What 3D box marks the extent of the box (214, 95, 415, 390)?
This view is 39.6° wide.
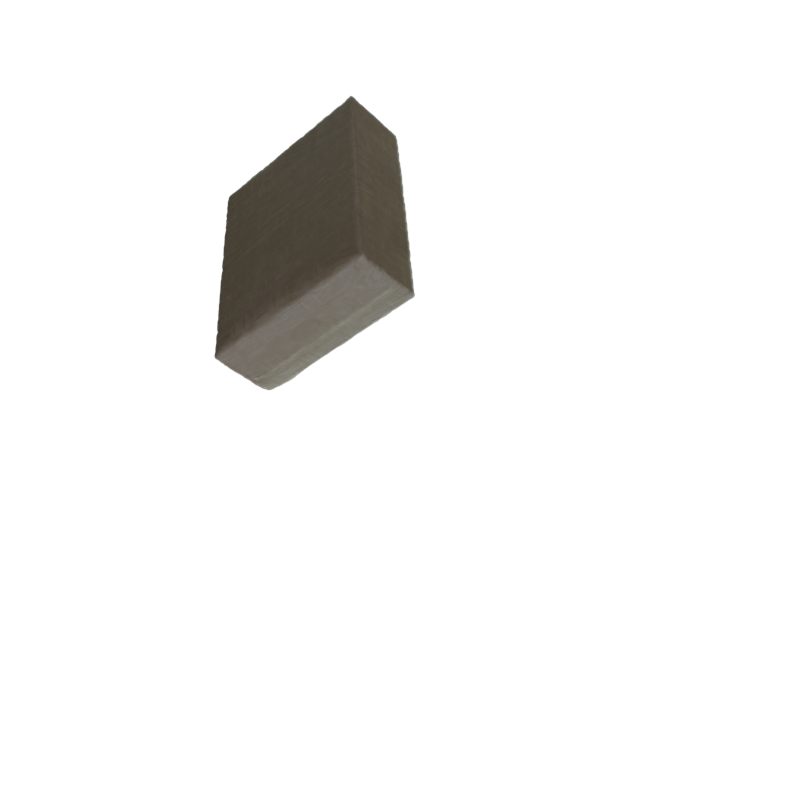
[{"bbox_3d":[-0.074,-0.135,0.947,0.163,0.230,0.067,-33,-52,26],"label":"box"}]
